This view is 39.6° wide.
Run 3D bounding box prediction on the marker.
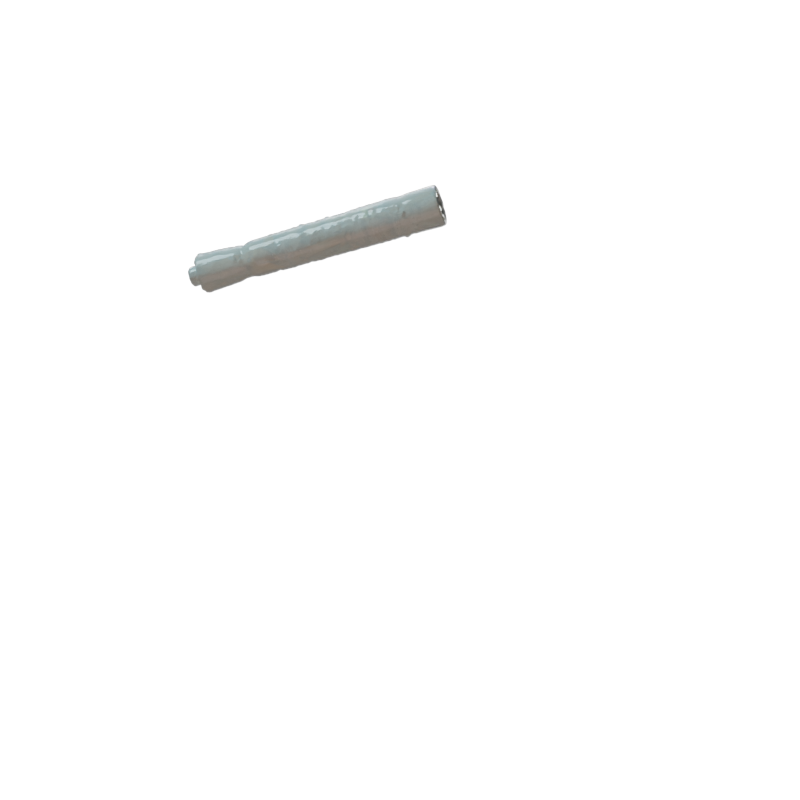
[{"bbox_3d":[-0.039,-0.072,0.504,0.122,0.020,0.020,-14,1,13],"label":"marker"}]
